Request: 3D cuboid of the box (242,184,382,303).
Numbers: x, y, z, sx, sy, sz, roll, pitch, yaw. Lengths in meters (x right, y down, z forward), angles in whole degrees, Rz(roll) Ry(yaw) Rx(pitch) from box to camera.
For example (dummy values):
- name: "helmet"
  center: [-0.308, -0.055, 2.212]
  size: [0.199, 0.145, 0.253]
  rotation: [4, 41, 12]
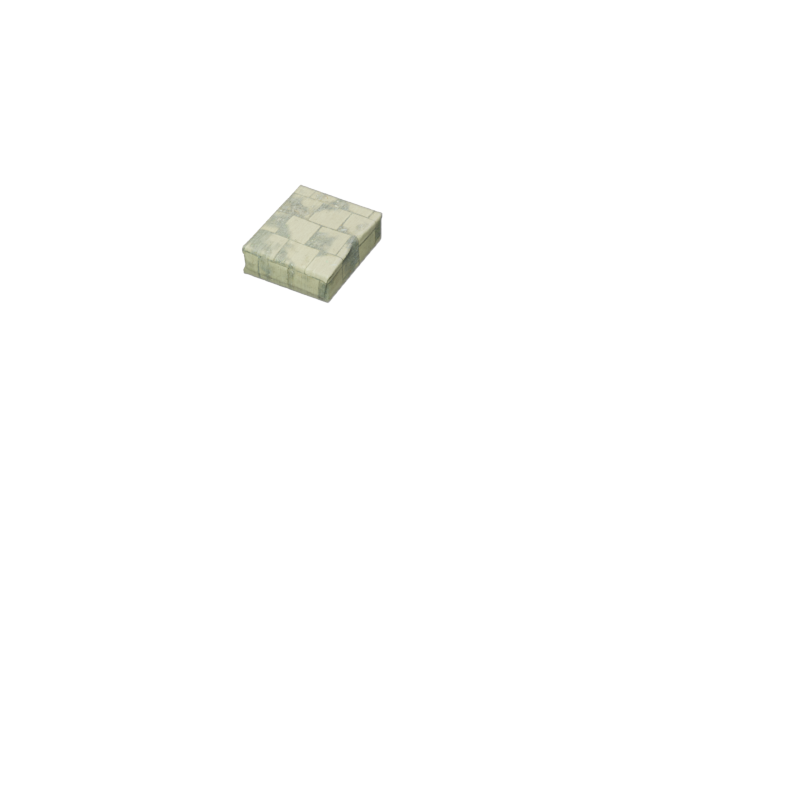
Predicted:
- name: "box"
  center: [-0.065, -0.119, 0.831]
  size: [0.076, 0.028, 0.092]
  rotation: [20, 47, 19]
